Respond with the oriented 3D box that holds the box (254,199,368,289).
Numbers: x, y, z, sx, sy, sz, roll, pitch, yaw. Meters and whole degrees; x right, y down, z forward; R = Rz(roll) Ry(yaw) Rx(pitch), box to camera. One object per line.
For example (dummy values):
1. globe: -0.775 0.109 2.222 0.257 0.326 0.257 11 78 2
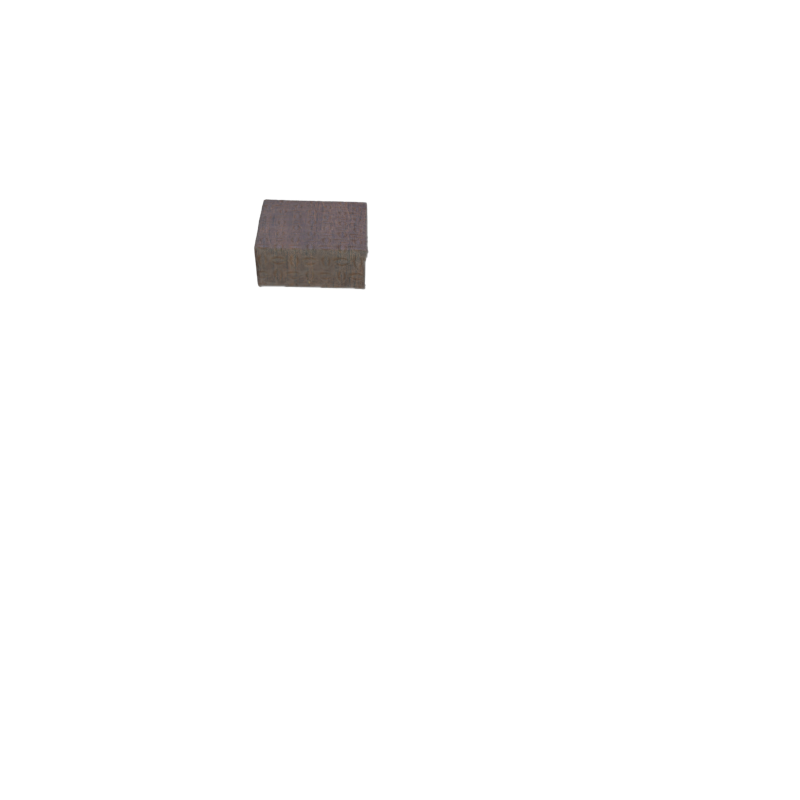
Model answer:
1. box: -0.072 -0.130 0.913 0.090 0.037 0.120 0 30 -1
